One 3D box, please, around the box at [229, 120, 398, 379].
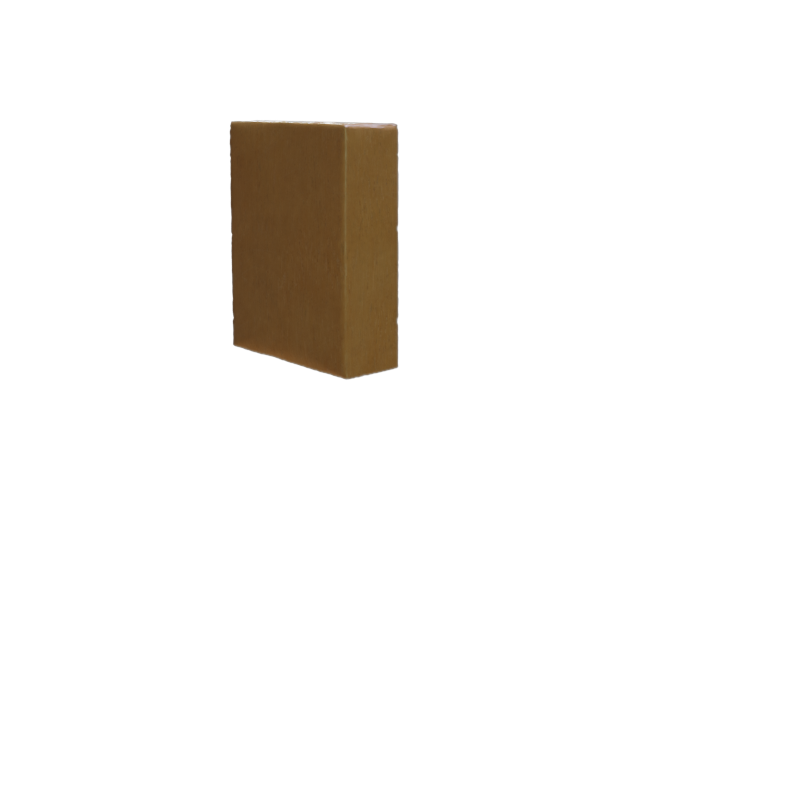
[{"bbox_3d":[-0.077,-0.141,0.988,0.070,0.209,0.173,-7,13,-41],"label":"box"}]
